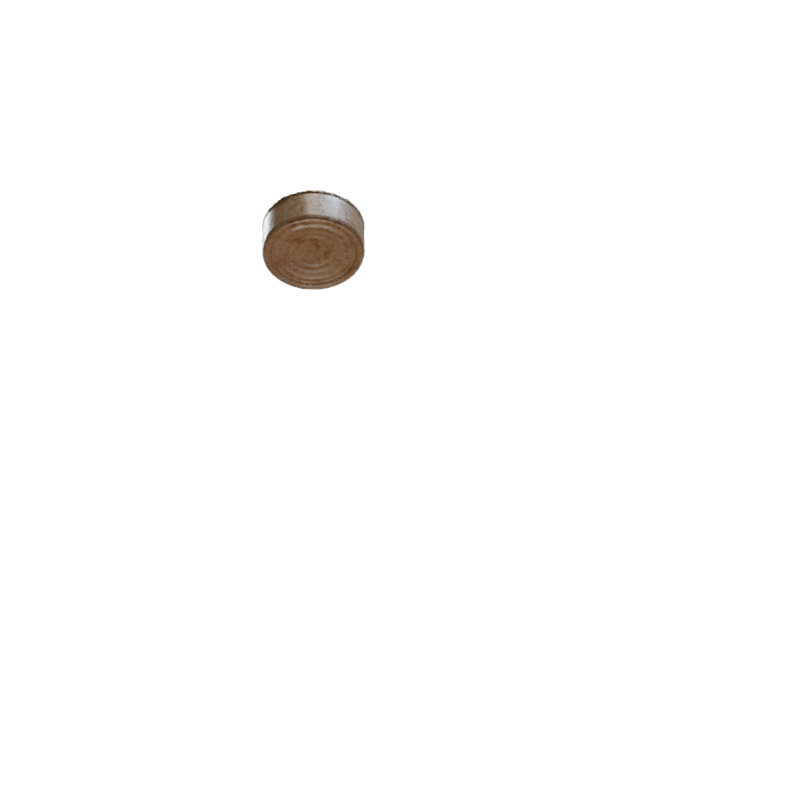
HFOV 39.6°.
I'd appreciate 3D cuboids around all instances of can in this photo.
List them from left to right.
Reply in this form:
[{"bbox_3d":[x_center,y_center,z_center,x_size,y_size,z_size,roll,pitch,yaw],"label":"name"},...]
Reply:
[{"bbox_3d":[-0.072,-0.131,0.917,0.086,0.036,0.080,1,-41,-1],"label":"can"}]
